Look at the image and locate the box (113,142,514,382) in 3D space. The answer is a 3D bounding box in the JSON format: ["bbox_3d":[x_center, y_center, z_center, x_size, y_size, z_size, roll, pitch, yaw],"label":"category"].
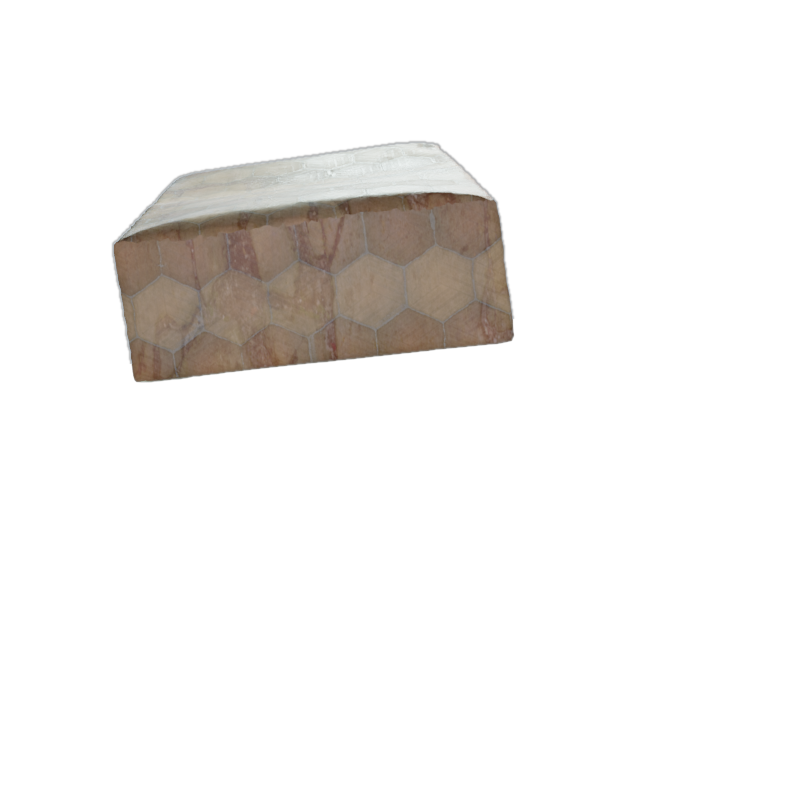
[{"bbox_3d":[-0.044,-0.080,0.563,0.164,0.069,0.222,-7,19,-1],"label":"box"}]
